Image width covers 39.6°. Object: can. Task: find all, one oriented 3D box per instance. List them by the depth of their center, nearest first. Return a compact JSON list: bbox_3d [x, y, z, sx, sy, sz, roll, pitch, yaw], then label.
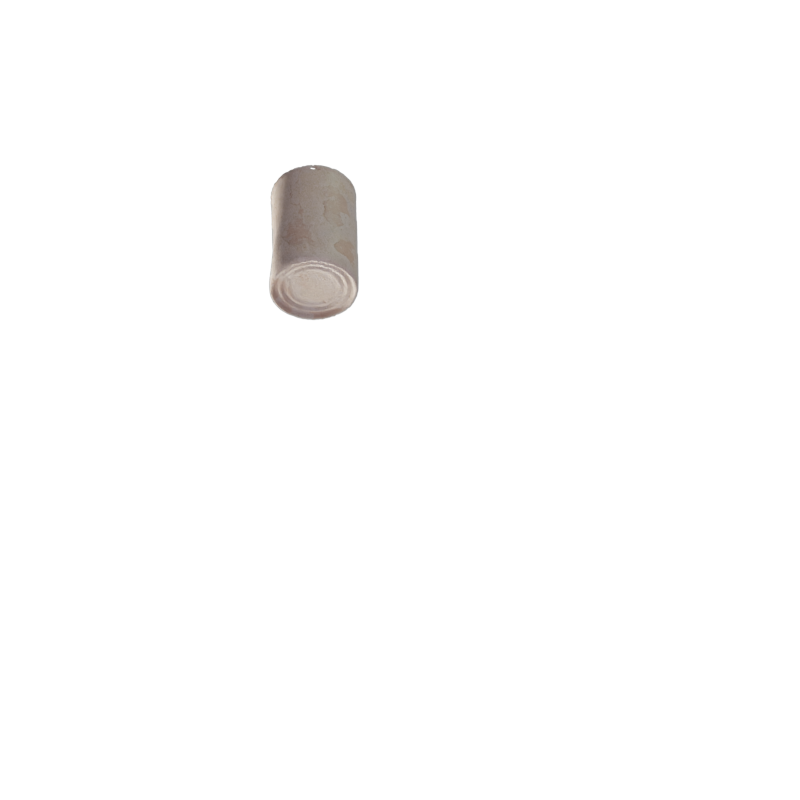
[{"bbox_3d":[-0.066,-0.120,0.843,0.068,0.110,0.064,-1,-41,-3],"label":"can"}]
